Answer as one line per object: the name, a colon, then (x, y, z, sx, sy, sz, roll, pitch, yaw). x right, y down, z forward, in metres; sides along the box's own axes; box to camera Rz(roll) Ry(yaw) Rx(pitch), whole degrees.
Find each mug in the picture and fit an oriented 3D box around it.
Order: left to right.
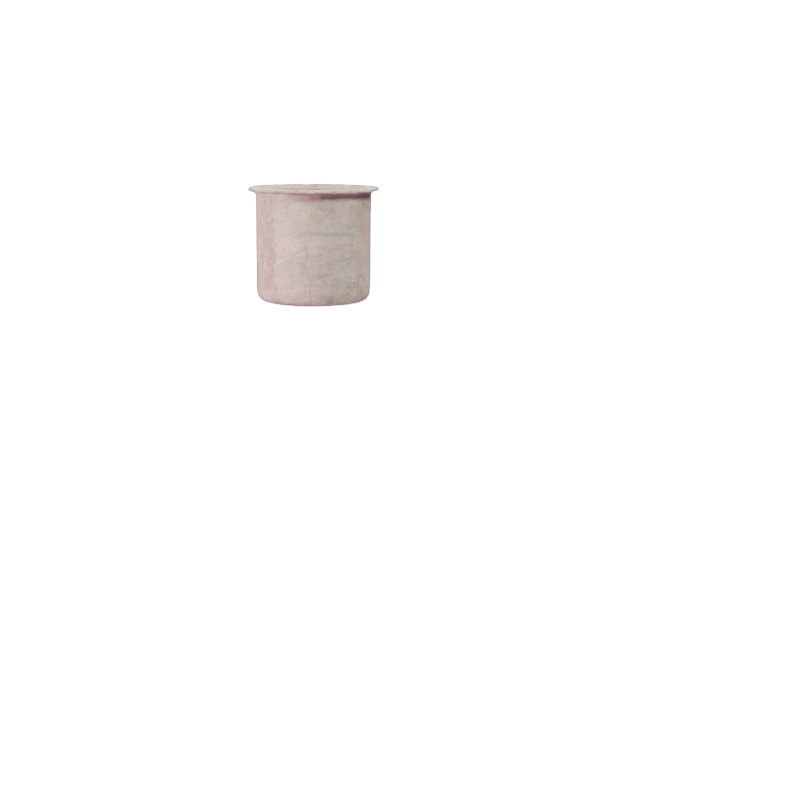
mug: (-0.063, -0.115, 0.808, 0.093, 0.080, 0.120, 0, 11, -4)
